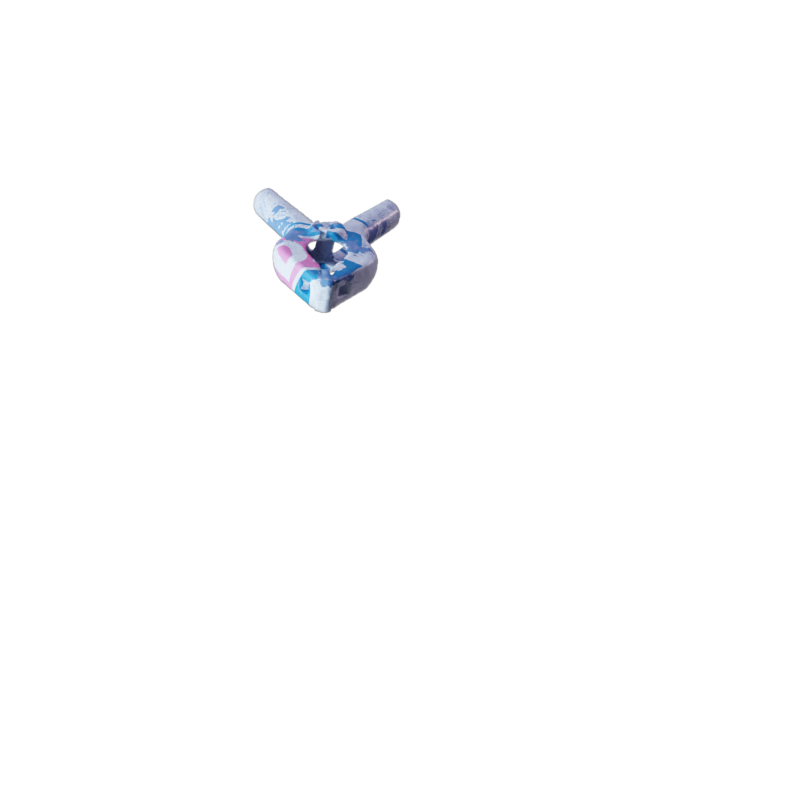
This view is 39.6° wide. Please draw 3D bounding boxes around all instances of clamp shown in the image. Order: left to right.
[{"bbox_3d":[-0.067,-0.123,0.858,0.121,0.037,0.179,4,29,6],"label":"clamp"}]
